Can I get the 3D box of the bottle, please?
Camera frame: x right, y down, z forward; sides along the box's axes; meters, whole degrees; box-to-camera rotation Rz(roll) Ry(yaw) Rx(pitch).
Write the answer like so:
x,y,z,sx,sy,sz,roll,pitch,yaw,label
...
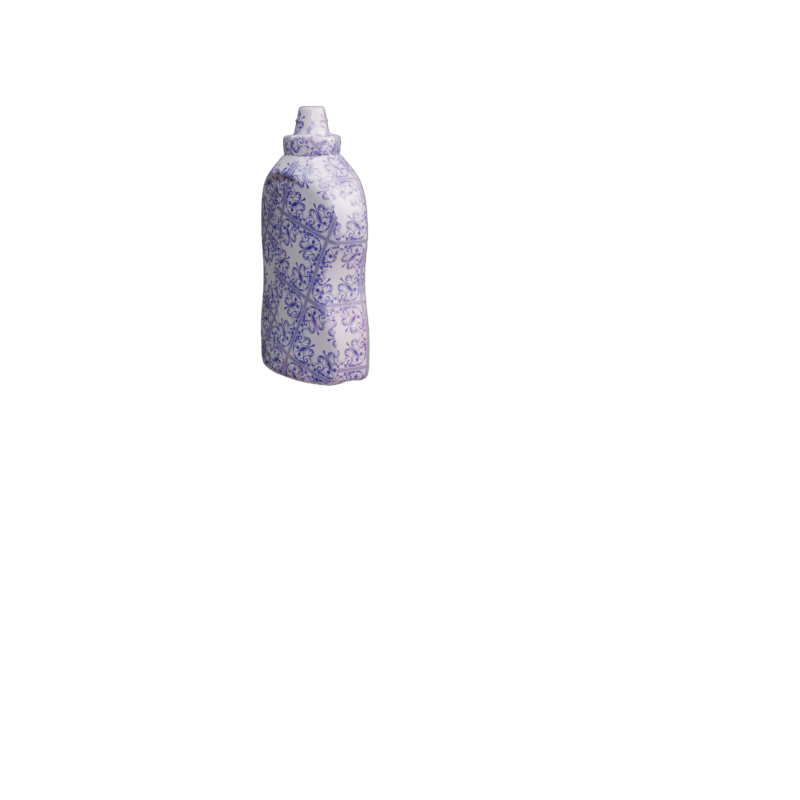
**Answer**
x,y,z,sx,sy,sz,roll,pitch,yaw,label
-0.062,-0.113,0.789,0.057,0.188,0.101,-6,11,-36,bottle
